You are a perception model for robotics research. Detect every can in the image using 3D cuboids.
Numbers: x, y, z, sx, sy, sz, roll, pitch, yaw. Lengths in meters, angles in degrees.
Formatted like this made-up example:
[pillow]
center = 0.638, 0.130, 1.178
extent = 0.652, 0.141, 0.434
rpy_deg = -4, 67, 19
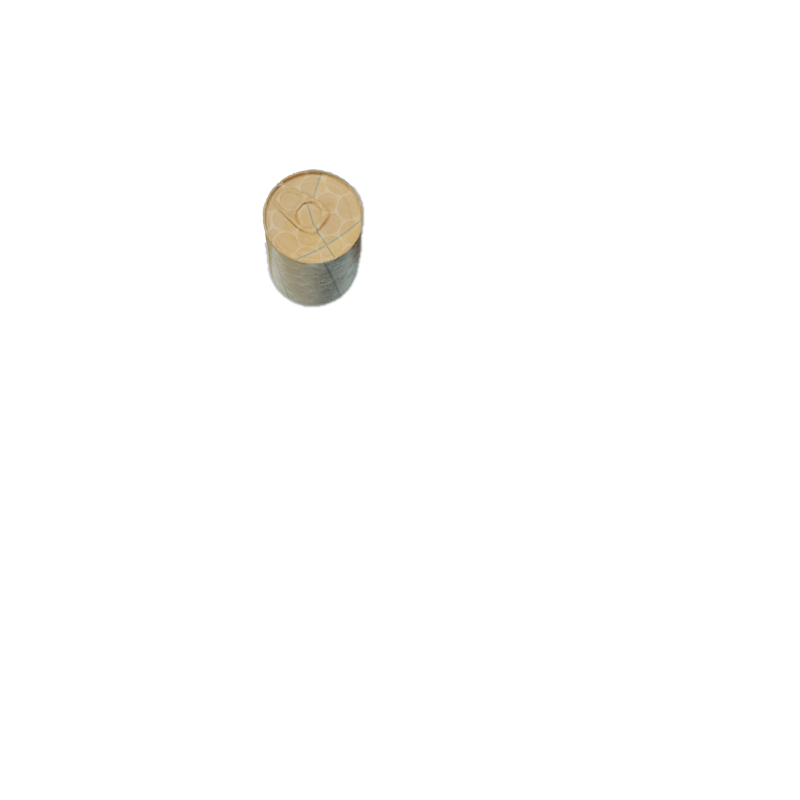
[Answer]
[can]
center = -0.062, -0.112, 0.787
extent = 0.068, 0.071, 0.098
rpy_deg = 0, -15, -3
